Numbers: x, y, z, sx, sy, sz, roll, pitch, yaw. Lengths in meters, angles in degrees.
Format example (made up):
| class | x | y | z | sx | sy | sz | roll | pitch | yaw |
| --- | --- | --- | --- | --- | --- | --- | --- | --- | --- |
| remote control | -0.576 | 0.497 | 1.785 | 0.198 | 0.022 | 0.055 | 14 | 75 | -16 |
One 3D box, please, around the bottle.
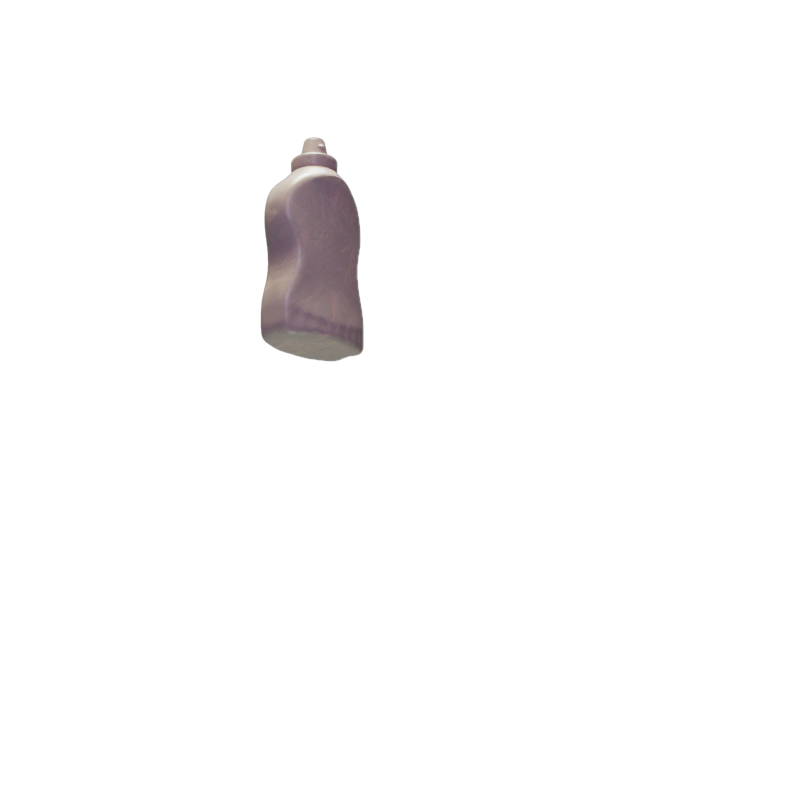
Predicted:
| class | x | y | z | sx | sy | sz | roll | pitch | yaw |
| --- | --- | --- | --- | --- | --- | --- | --- | --- | --- |
| bottle | -0.074 | -0.135 | 0.946 | 0.059 | 0.201 | 0.090 | -20 | -27 | 40 |
